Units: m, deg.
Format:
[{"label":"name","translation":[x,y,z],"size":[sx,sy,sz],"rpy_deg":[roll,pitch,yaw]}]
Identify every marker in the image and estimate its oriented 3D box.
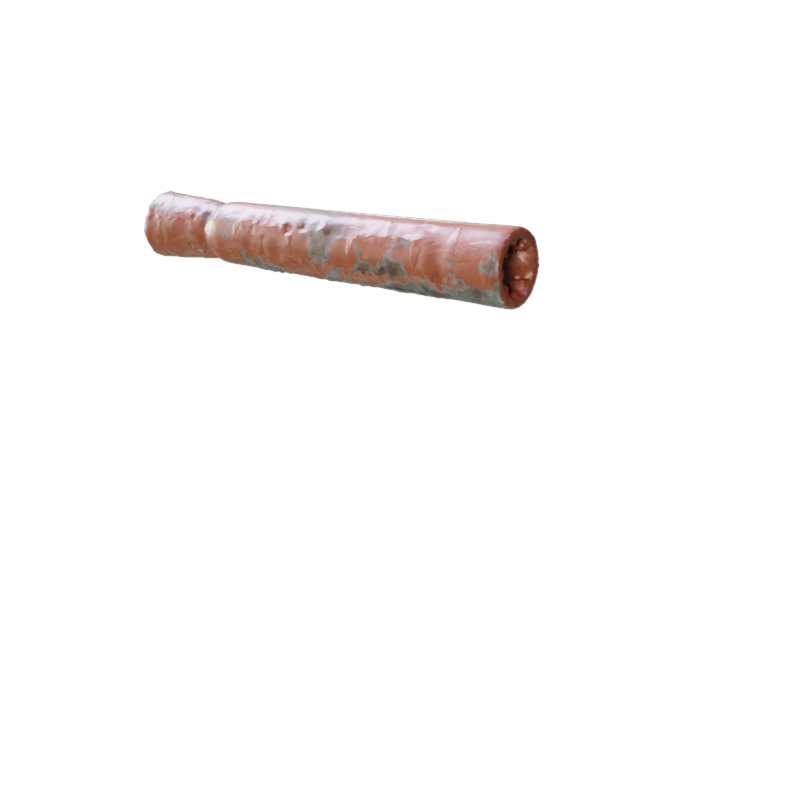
[{"label":"marker","translation":[-0.022,-0.041,0.285],"size":[0.127,0.019,0.019],"rpy_deg":[13,11,38]}]
